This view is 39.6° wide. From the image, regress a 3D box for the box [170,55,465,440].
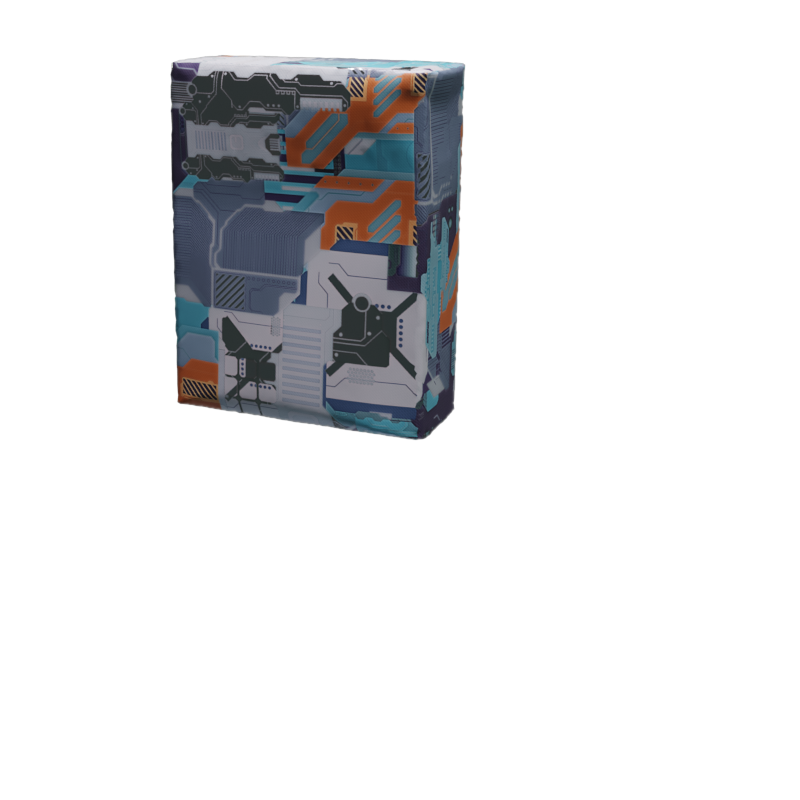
[{"bbox_3d":[-0.052,-0.094,0.661,0.170,0.207,0.072,8,16,23],"label":"box"}]
